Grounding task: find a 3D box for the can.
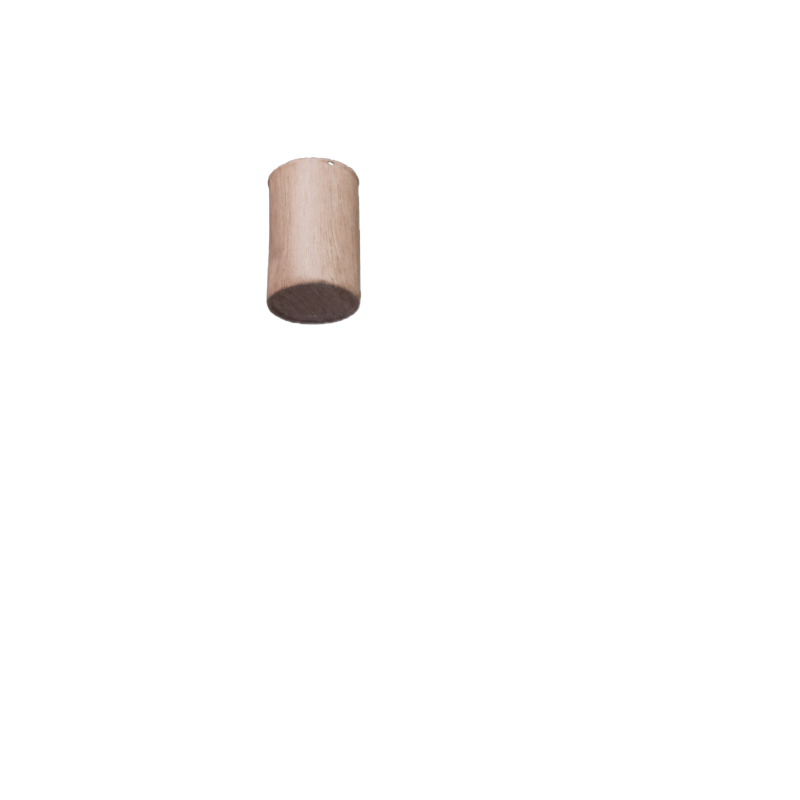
[{"bbox_3d":[-0.062,-0.114,0.796,0.068,0.108,0.065,0,-27,-2],"label":"can"}]
